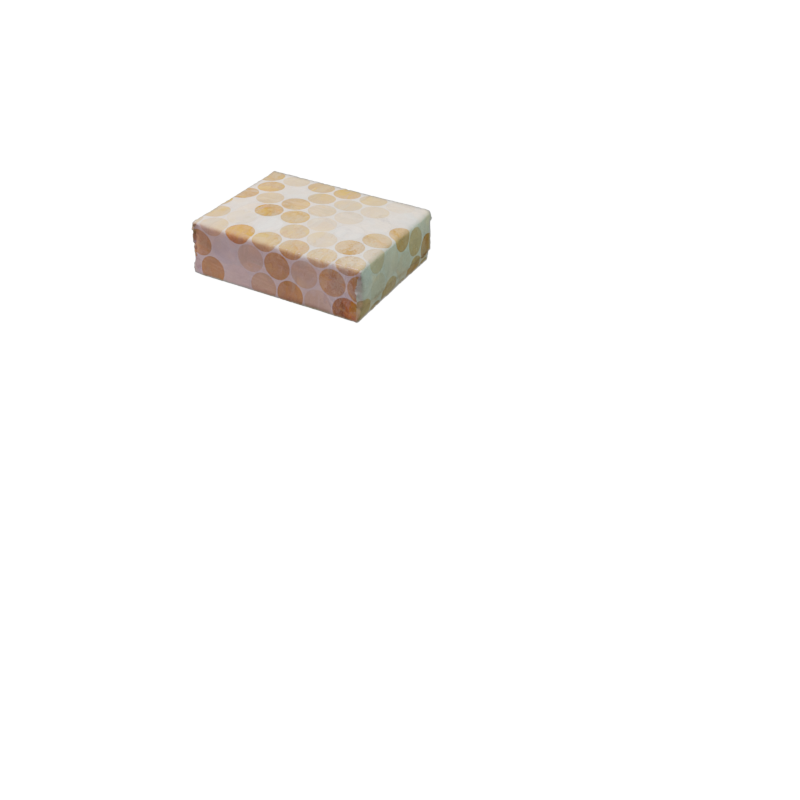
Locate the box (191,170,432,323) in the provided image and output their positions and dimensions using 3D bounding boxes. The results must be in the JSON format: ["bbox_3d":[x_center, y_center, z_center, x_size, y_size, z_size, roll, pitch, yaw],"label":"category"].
[{"bbox_3d":[-0.051,-0.093,0.648,0.118,0.037,0.091,16,34,24],"label":"box"}]
